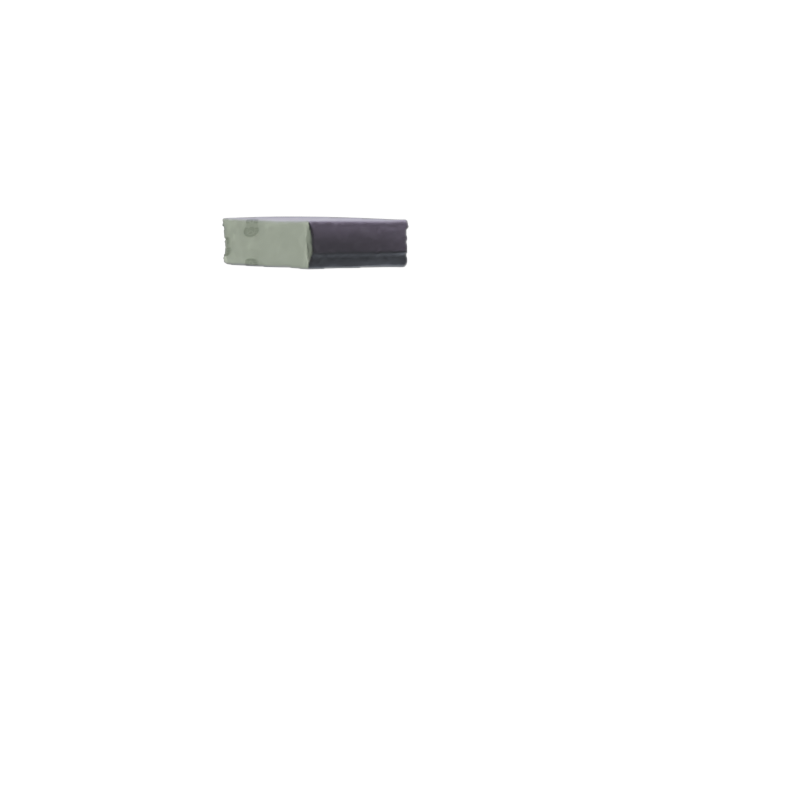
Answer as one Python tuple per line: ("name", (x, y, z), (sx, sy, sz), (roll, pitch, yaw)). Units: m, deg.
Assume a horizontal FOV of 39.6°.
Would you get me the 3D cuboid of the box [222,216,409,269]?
("box", (-0.063, -0.115, 0.809), (0.087, 0.039, 0.118), (-5, 8, -39))
